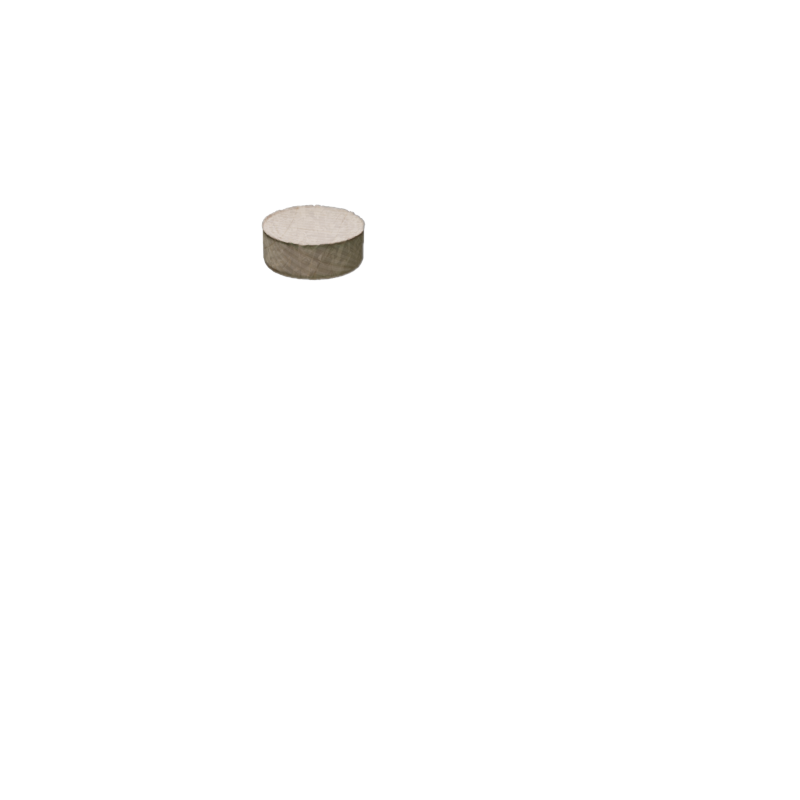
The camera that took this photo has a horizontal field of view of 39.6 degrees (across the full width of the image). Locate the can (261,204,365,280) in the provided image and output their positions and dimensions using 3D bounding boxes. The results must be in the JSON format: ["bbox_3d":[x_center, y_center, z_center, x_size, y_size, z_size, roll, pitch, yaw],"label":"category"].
[{"bbox_3d":[-0.072,-0.132,0.925,0.086,0.032,0.091,-1,29,-2],"label":"can"}]
